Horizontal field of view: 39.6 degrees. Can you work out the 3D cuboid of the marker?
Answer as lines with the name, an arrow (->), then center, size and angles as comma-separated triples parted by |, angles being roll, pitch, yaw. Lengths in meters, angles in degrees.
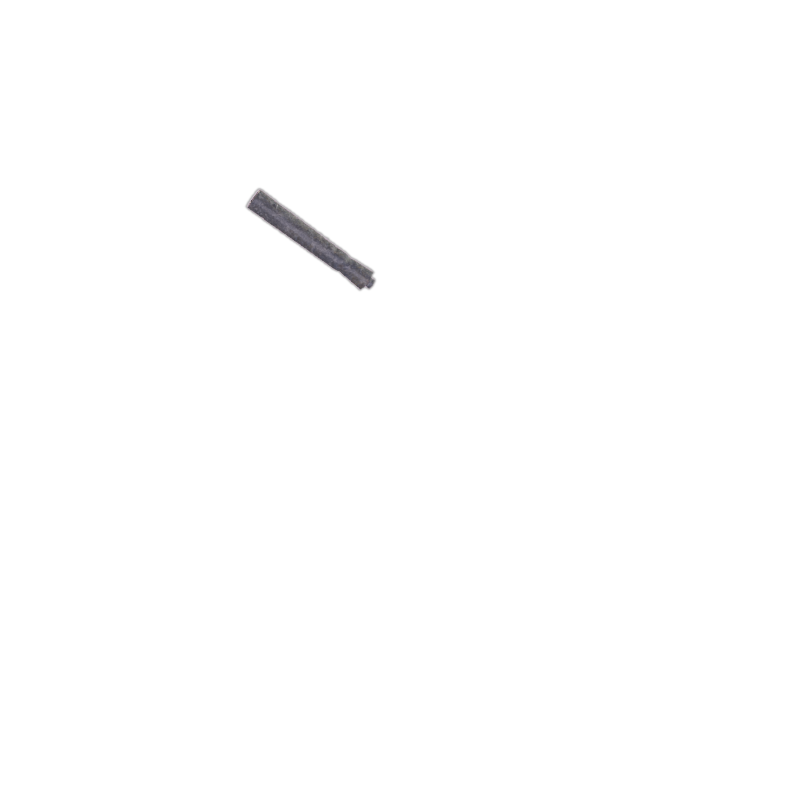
marker -> -0.070, -0.128, 0.897 | 0.118, 0.020, 0.020 | 35, -3, -8
